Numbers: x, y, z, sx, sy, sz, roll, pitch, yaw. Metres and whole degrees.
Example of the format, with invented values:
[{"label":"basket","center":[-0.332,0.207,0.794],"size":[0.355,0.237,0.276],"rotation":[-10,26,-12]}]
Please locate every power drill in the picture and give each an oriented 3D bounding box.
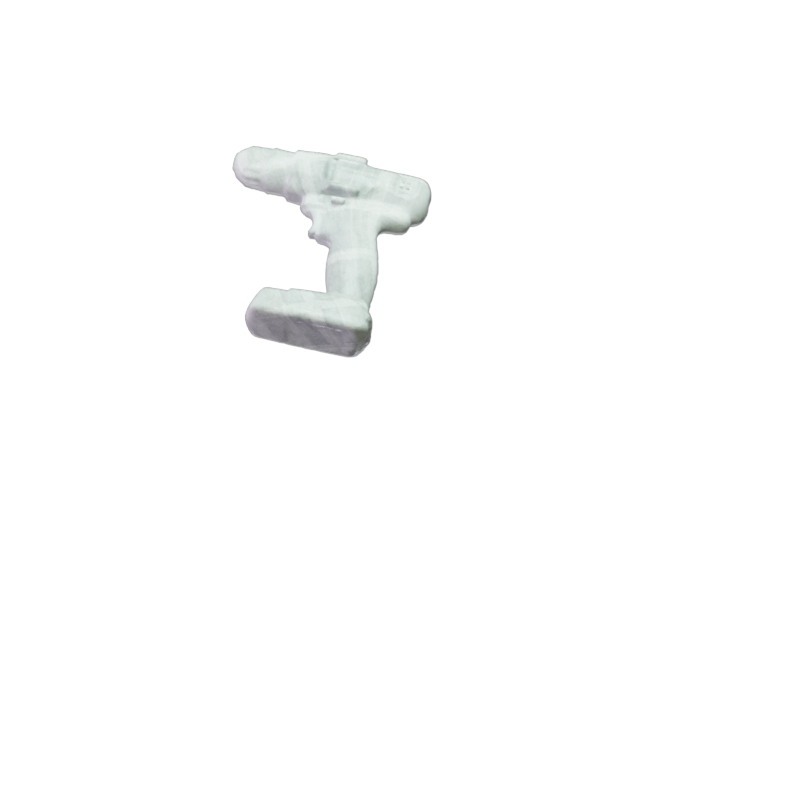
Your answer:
[{"label":"power drill","center":[-0.076,-0.139,0.975],"size":[0.187,0.198,0.054],"rotation":[11,-31,6]}]
